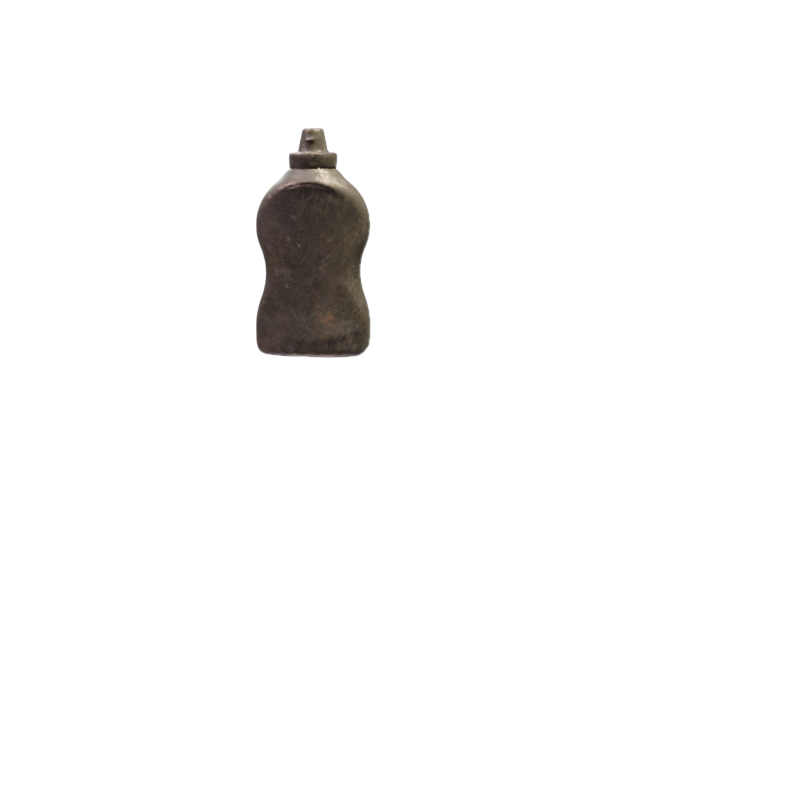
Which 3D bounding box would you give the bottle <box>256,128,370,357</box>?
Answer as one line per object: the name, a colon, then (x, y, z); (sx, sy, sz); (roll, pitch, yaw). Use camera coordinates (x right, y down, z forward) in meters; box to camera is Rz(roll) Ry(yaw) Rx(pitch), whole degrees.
bottle: (-0.074, -0.135, 0.943); (0.097, 0.190, 0.058); (1, 5, 10)
